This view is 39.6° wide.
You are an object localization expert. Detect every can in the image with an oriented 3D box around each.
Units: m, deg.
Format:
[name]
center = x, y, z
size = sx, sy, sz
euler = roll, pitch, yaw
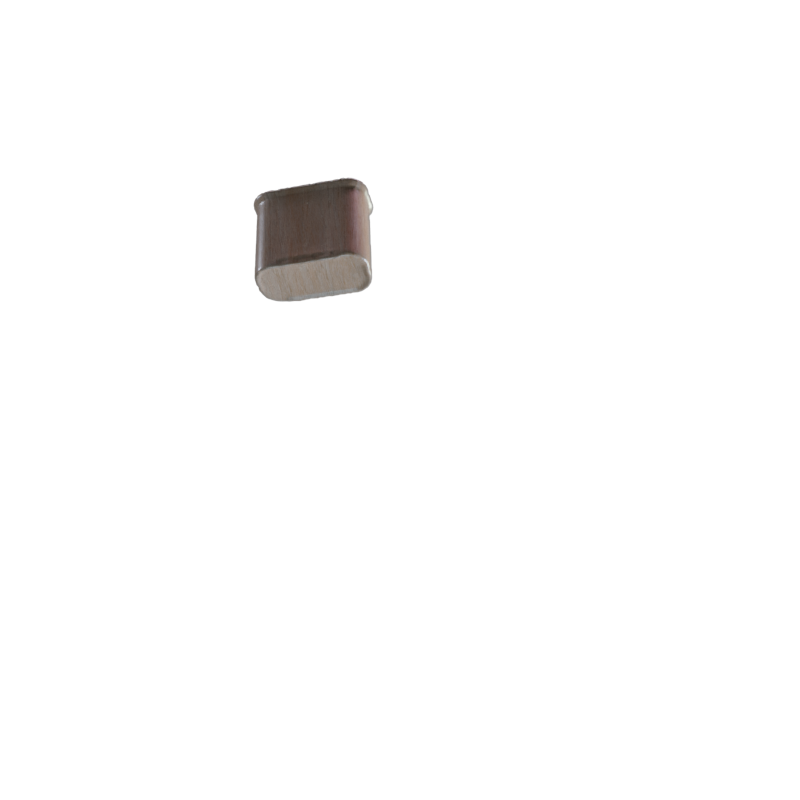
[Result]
[can]
center = -0.074, -0.135, 0.943
size = 0.103, 0.090, 0.053
euler = -9, -37, 10
